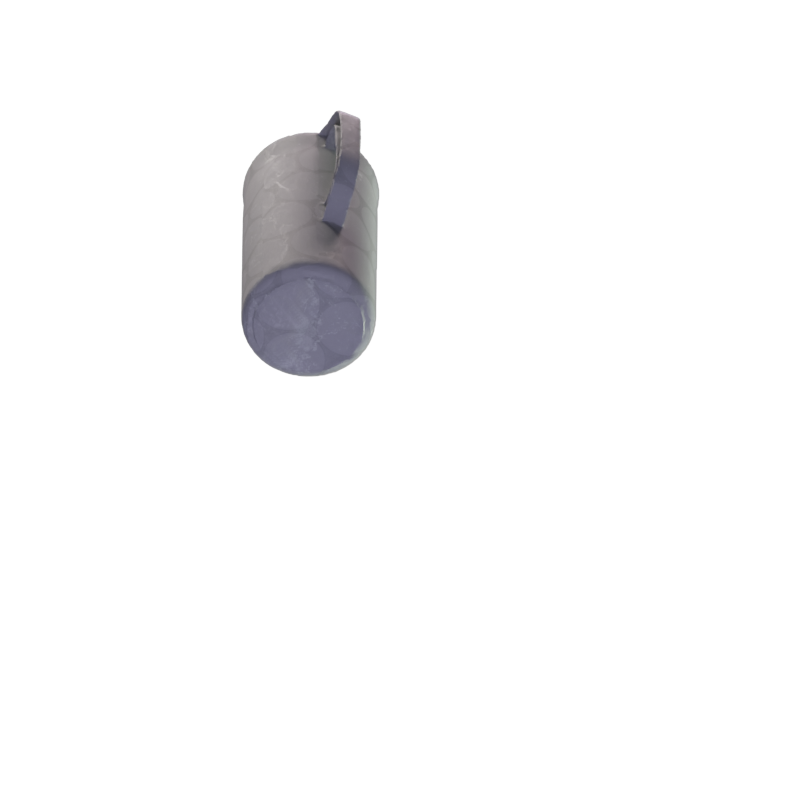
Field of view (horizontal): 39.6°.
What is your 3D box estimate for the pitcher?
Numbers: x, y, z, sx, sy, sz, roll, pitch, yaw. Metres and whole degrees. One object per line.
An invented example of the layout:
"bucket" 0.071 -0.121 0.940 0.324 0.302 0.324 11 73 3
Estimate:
"pitcher" -0.076 -0.139 0.975 0.145 0.139 0.259 -20 32 10
